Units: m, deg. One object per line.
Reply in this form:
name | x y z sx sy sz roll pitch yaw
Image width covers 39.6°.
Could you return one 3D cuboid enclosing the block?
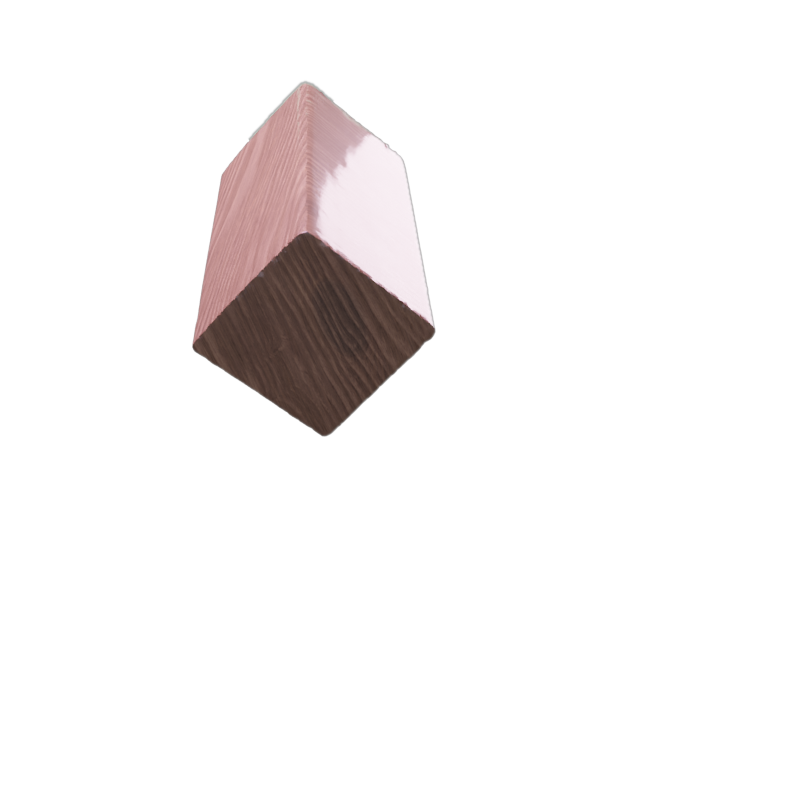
block | -0.050 -0.092 0.638 0.086 0.089 0.220 35 24 -23
